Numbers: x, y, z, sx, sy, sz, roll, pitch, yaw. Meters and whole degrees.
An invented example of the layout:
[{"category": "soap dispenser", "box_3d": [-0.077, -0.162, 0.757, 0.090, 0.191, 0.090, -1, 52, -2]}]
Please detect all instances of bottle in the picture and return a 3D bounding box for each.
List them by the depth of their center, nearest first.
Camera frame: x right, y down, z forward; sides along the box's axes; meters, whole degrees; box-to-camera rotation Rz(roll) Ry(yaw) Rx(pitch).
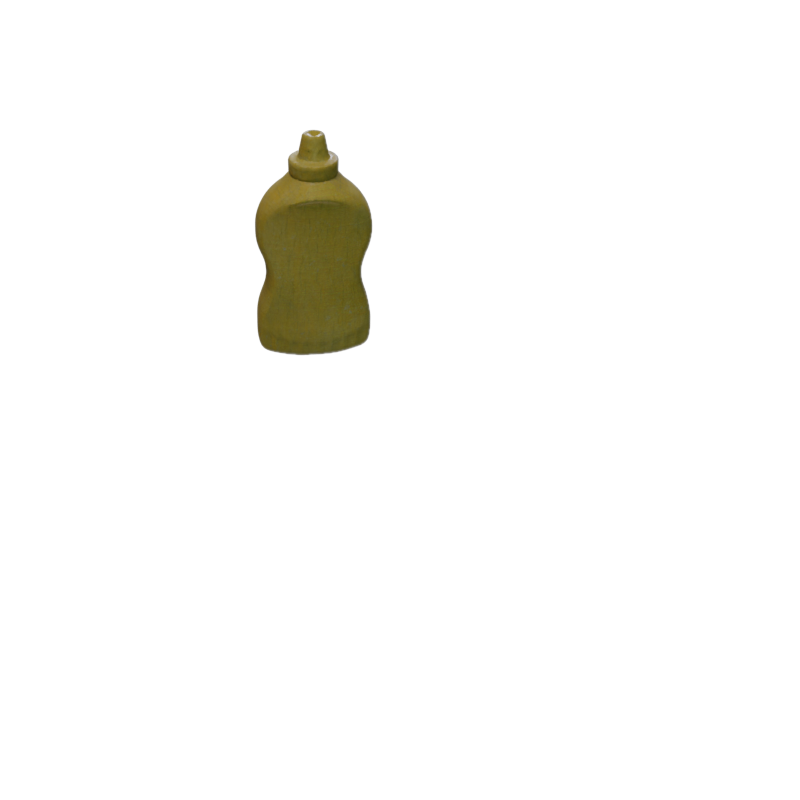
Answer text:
[{"category": "bottle", "box_3d": [-0.072, -0.131, 0.918, 0.095, 0.180, 0.062, -2, 30, -6]}]
